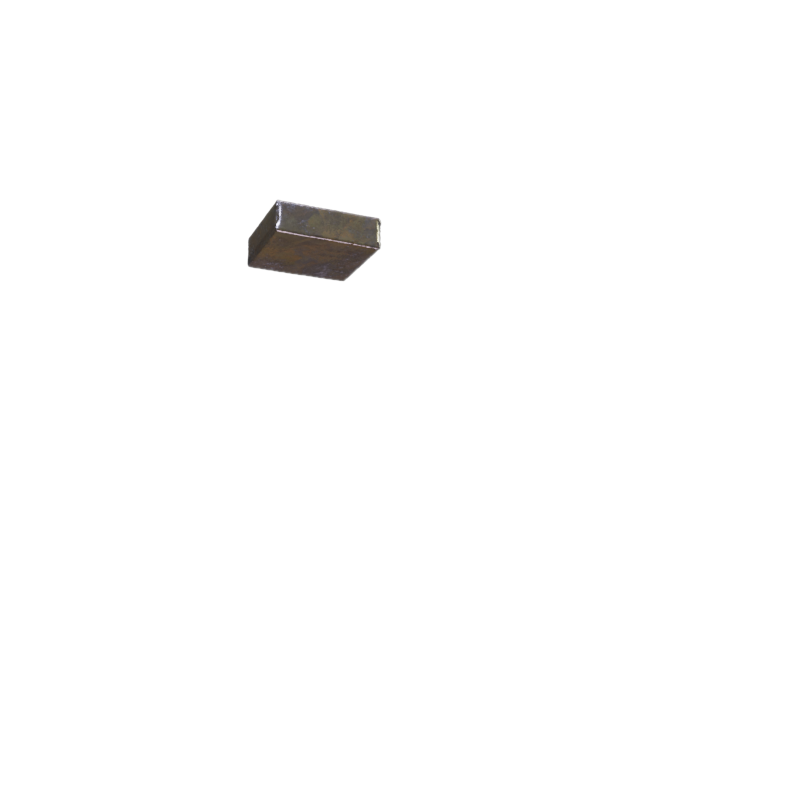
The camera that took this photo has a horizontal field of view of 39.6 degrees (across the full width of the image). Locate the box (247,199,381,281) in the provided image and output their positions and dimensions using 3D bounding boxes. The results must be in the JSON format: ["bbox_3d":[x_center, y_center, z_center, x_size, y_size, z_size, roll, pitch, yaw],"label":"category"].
[{"bbox_3d":[-0.069,-0.126,0.885,0.086,0.032,0.072,7,-20,-21],"label":"box"}]
